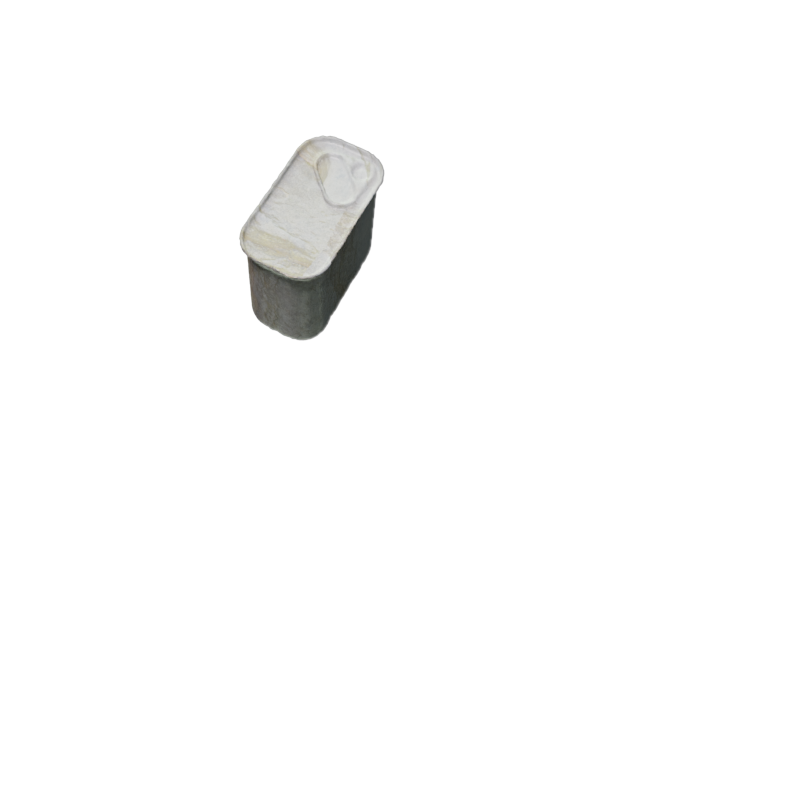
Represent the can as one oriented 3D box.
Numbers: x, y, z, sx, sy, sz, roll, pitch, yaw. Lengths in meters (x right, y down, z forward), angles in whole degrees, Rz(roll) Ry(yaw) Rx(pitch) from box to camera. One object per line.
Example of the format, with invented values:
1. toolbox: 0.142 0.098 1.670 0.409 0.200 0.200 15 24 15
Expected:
1. can: -0.054 -0.099 0.690 0.059 0.105 0.079 24 -27 10
